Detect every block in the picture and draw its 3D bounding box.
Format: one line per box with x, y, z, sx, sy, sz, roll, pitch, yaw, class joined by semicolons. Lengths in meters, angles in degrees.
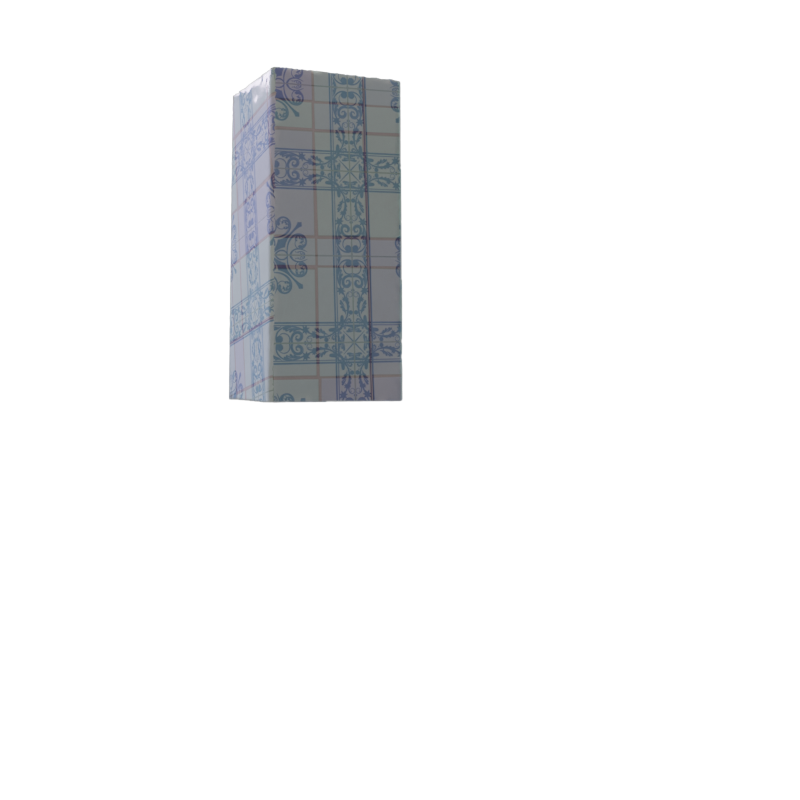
-0.057;-0.104;0.728;0.088;0.209;0.092;2;-6;-24;block
